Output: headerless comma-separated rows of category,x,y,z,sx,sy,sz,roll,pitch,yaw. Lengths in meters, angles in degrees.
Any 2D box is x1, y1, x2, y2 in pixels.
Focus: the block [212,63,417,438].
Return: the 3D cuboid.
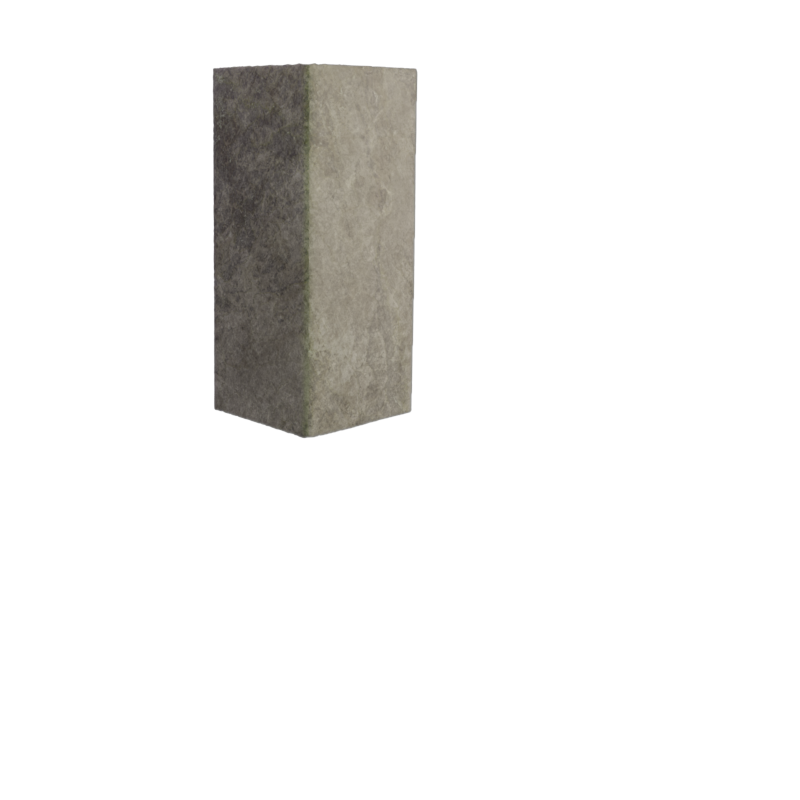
block,-0.051,-0.095,0.662,0.087,0.203,0.095,-7,10,-44
